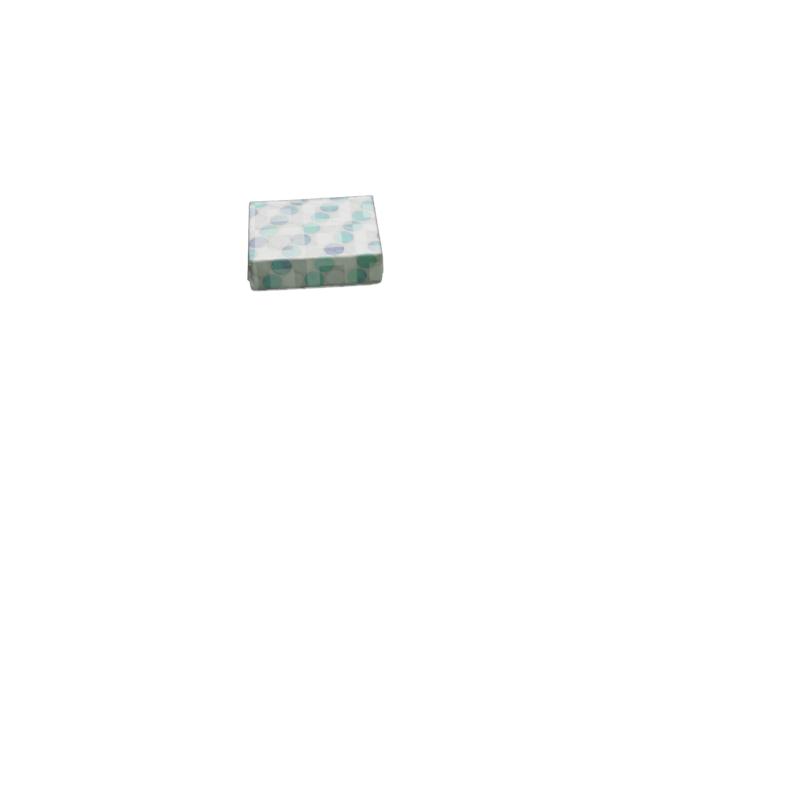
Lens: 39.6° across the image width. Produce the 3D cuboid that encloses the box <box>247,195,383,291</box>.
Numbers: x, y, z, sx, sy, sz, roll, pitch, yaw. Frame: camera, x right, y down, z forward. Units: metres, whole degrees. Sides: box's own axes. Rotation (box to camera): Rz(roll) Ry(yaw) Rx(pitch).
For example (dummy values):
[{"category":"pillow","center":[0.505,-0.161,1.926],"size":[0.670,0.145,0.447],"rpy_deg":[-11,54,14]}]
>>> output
[{"category":"box","center":[-0.074,-0.135,0.948],"size":[0.113,0.036,0.097],"rpy_deg":[-2,40,-3]}]
